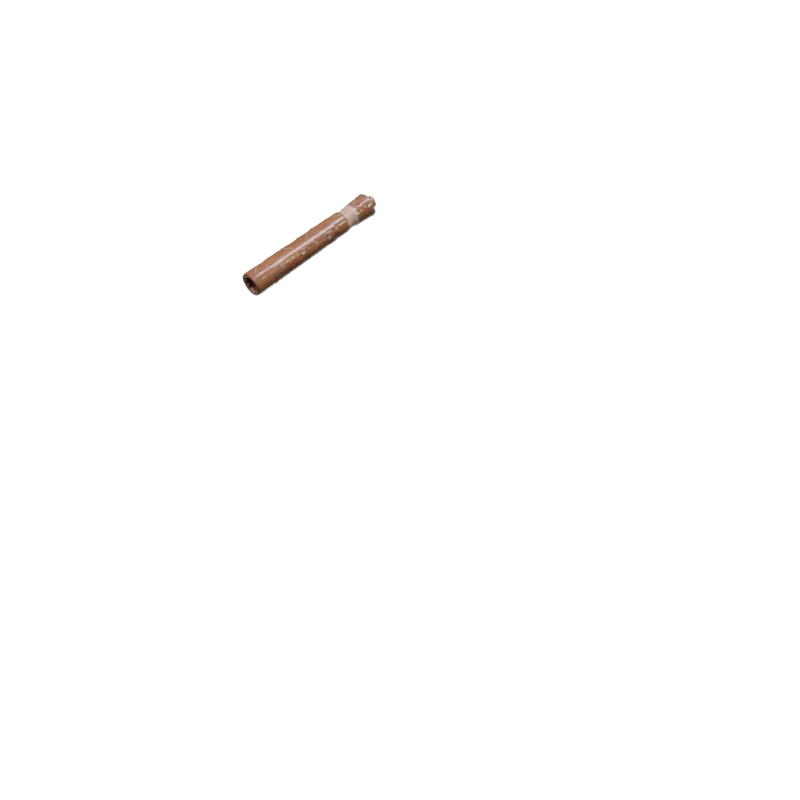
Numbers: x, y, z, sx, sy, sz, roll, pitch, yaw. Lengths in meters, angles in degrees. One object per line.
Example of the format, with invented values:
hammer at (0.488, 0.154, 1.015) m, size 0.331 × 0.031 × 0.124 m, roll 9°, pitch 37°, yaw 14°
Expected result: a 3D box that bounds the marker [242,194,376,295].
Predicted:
marker at (-0.064, -0.117, 0.817) m, size 0.122 × 0.019 × 0.020 m, roll -39°, pitch 22°, yaw -25°
